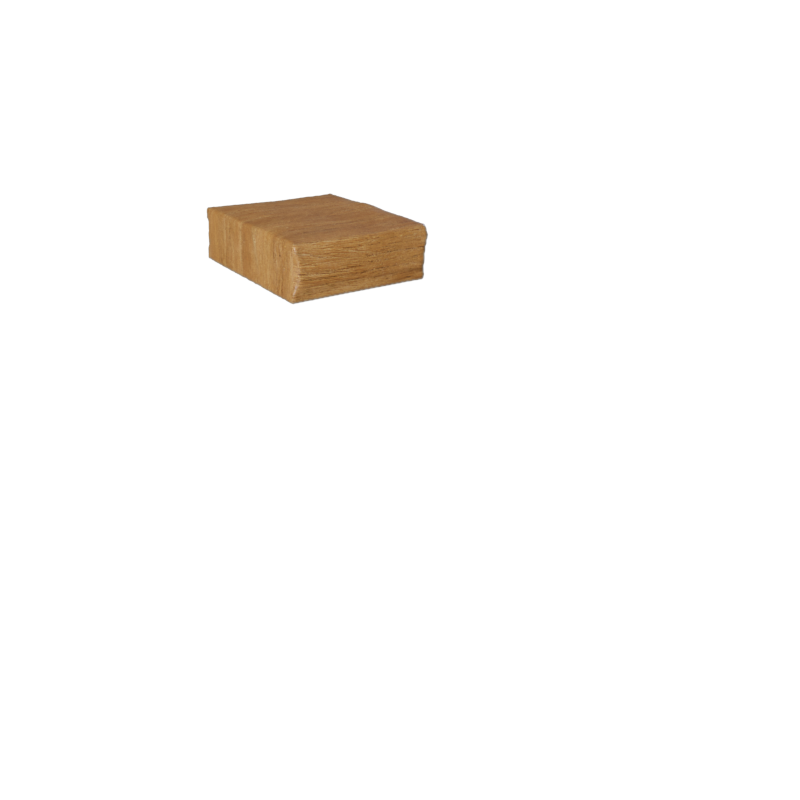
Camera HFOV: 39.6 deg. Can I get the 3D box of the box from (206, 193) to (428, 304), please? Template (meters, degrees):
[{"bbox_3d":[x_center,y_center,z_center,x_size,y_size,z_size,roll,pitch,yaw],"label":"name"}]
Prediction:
[{"bbox_3d":[-0.042,-0.076,0.534,0.071,0.029,0.095,-12,24,-30],"label":"box"}]
